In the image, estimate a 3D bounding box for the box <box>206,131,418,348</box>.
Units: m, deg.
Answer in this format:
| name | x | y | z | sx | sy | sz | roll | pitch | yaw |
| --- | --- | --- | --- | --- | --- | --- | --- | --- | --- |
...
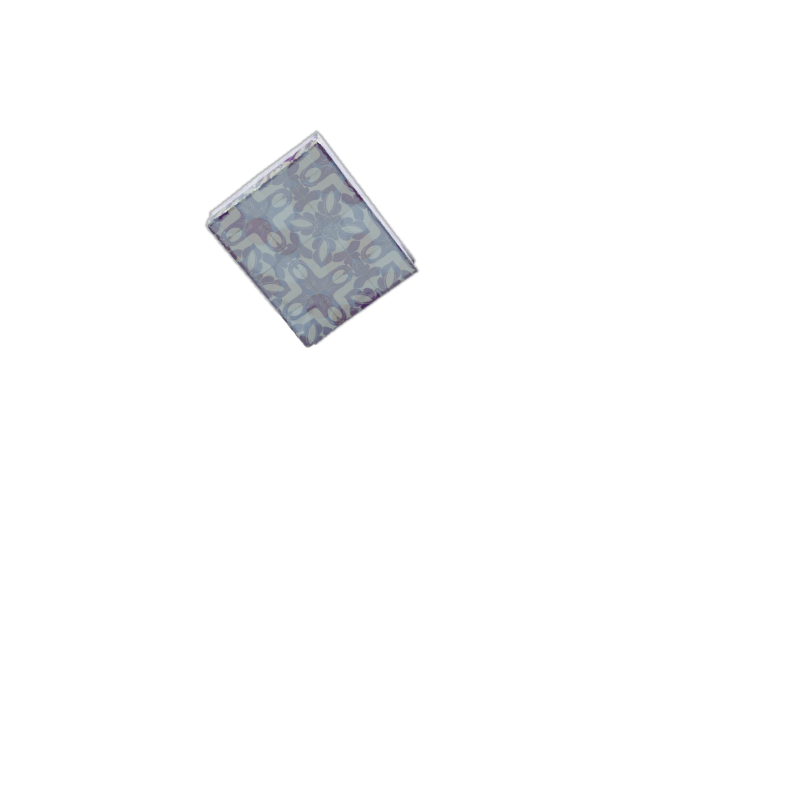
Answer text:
| name | x | y | z | sx | sy | sz | roll | pitch | yaw |
| --- | --- | --- | --- | --- | --- | --- | --- | --- | --- |
| box | -0.045 | -0.083 | 0.582 | 0.073 | 0.086 | 0.031 | -36 | 14 | 10 |
